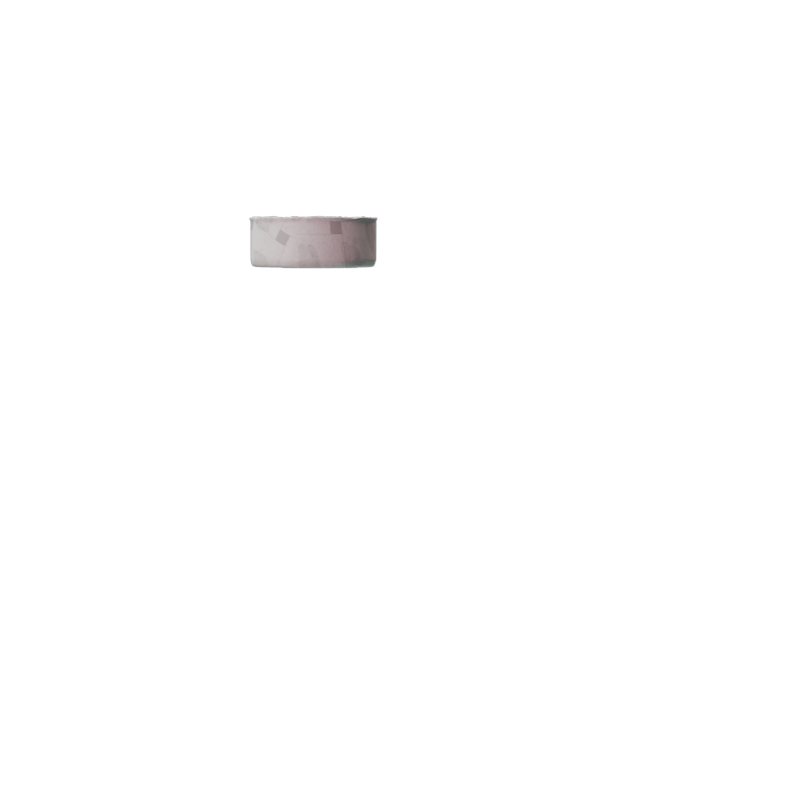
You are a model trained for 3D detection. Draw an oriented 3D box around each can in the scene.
[{"bbox_3d":[-0.058,-0.106,0.742,0.086,0.033,0.087,0,7,-2],"label":"can"}]
